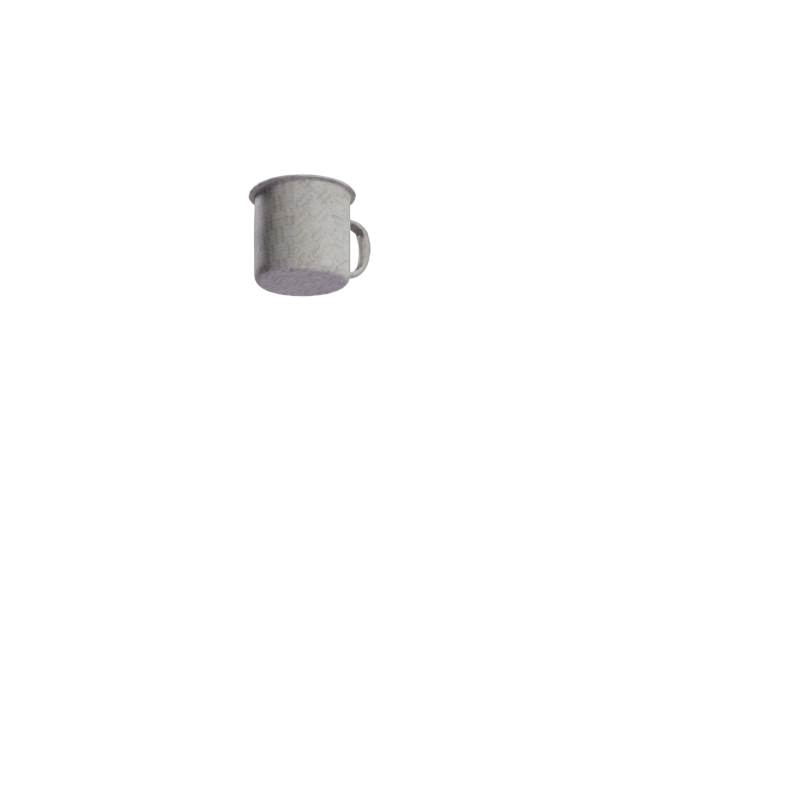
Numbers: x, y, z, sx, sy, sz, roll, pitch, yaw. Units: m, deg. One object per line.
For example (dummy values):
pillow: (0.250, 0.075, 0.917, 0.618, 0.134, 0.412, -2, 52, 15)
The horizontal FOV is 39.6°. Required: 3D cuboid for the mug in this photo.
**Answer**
mug: (-0.075, -0.136, 0.954, 0.111, 0.085, 0.094, 11, -19, -38)
